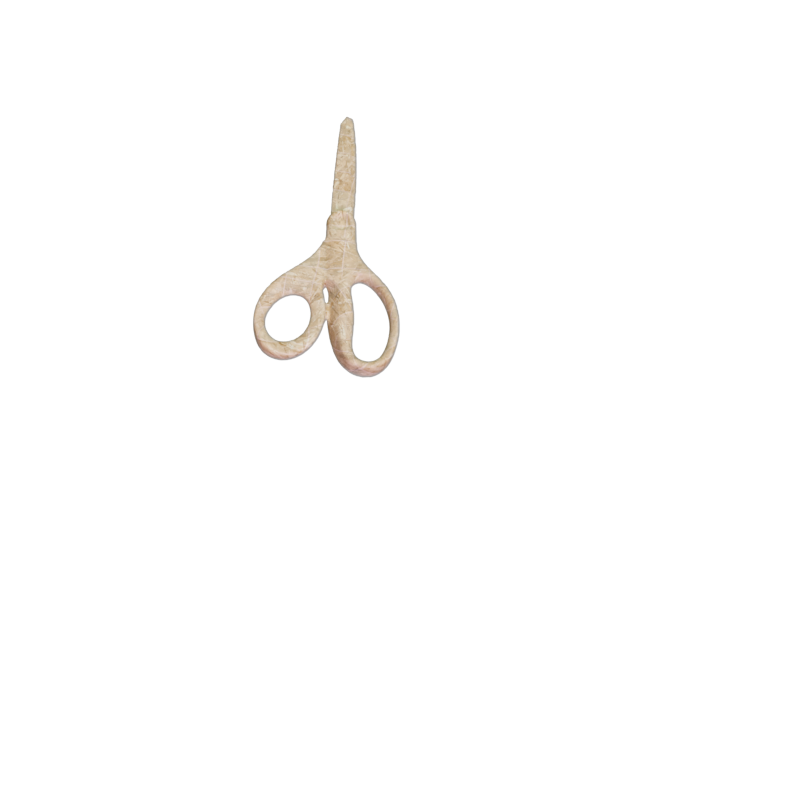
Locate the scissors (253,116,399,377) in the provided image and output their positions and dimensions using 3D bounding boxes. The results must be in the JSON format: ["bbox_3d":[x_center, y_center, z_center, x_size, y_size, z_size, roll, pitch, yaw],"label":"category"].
[{"bbox_3d":[-0.055,-0.100,0.700,0.095,0.217,0.015,-11,-34,-8],"label":"scissors"}]
